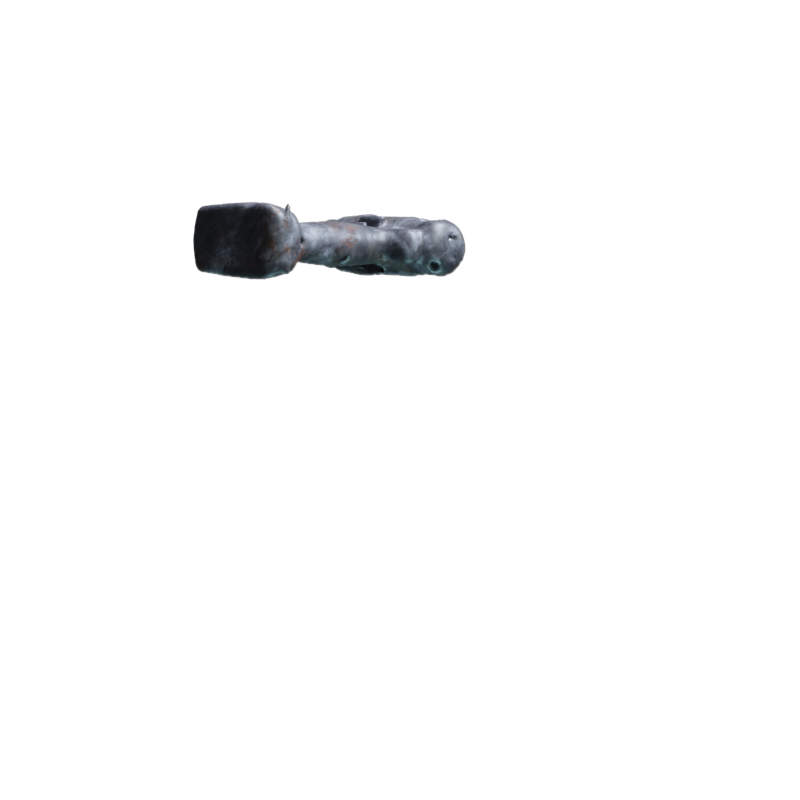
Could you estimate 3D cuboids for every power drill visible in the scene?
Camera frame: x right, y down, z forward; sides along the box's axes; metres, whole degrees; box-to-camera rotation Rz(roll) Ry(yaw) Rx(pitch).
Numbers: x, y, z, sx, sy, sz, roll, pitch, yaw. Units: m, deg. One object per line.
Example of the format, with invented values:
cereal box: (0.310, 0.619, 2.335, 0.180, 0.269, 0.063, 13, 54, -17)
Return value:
power drill: (-0.070, -0.128, 0.898, 0.181, 0.057, 0.192, -6, 9, -41)
